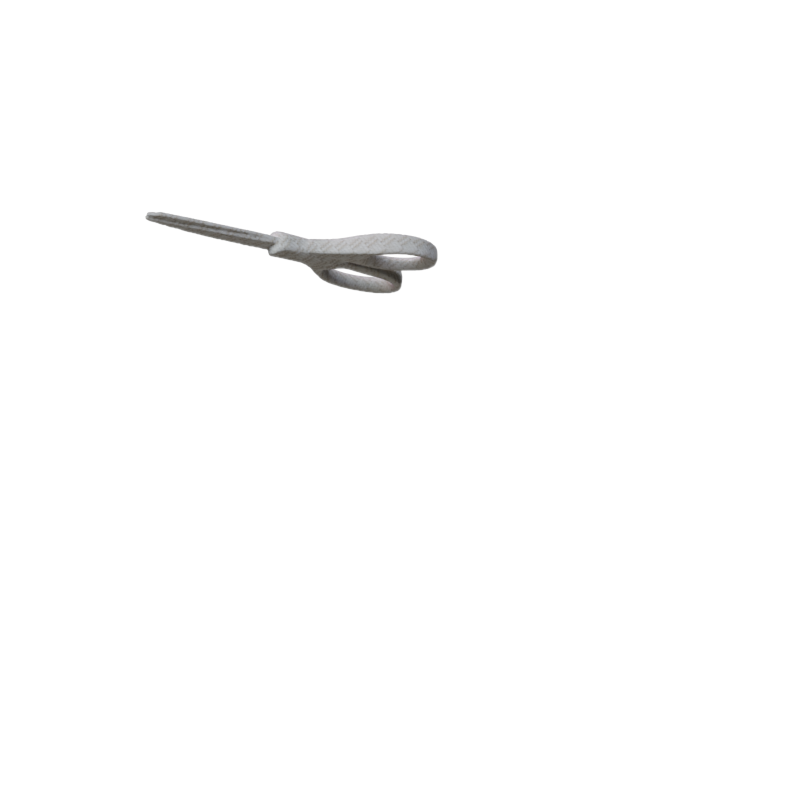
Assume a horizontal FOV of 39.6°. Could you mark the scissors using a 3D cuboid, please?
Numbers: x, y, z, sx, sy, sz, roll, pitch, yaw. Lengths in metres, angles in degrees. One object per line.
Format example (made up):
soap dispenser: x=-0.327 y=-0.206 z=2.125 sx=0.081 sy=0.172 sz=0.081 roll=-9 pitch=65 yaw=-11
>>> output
scissors: x=-0.056 y=-0.102 z=0.714 sx=0.098 sy=0.016 sz=0.190 roll=-11 pitch=-18 yaw=39
